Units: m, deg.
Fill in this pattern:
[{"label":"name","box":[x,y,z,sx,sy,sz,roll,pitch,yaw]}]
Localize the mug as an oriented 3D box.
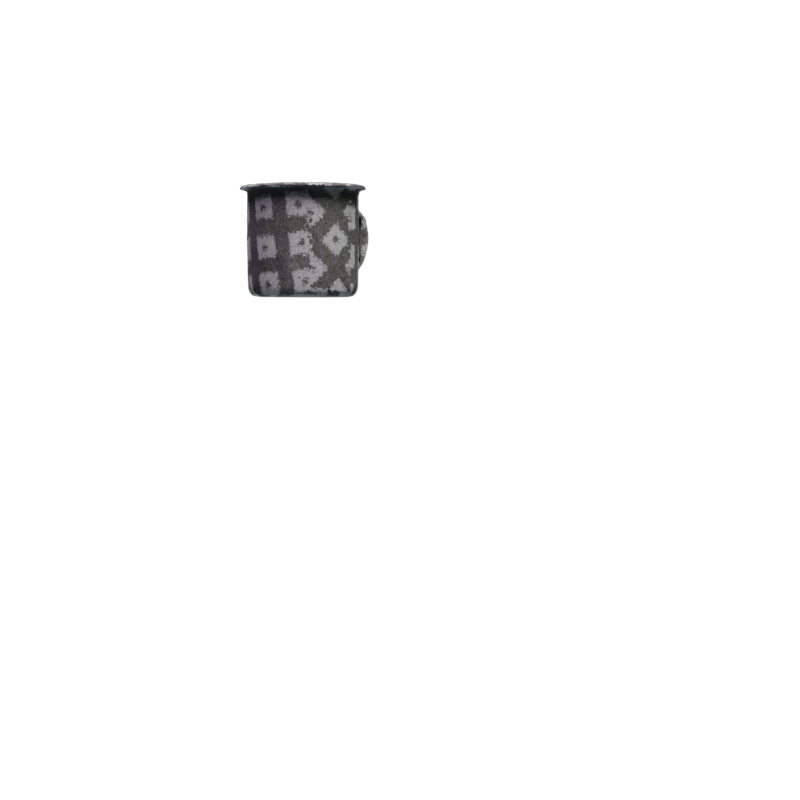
[{"label":"mug","box":[-0.065,-0.118,0.827,0.097,0.081,0.113,3,5,37]}]
